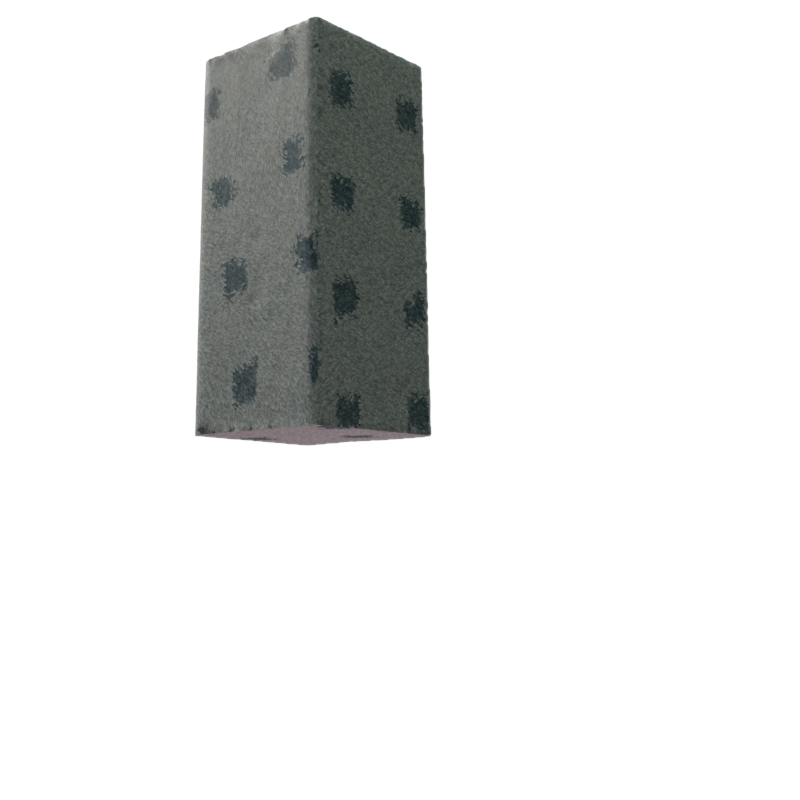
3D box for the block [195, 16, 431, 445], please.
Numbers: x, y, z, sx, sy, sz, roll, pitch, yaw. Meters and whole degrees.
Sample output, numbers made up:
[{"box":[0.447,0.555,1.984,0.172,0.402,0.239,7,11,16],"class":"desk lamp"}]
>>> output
[{"box":[-0.047,-0.085,0.594,0.092,0.213,0.086,-12,-17,39],"class":"block"}]
